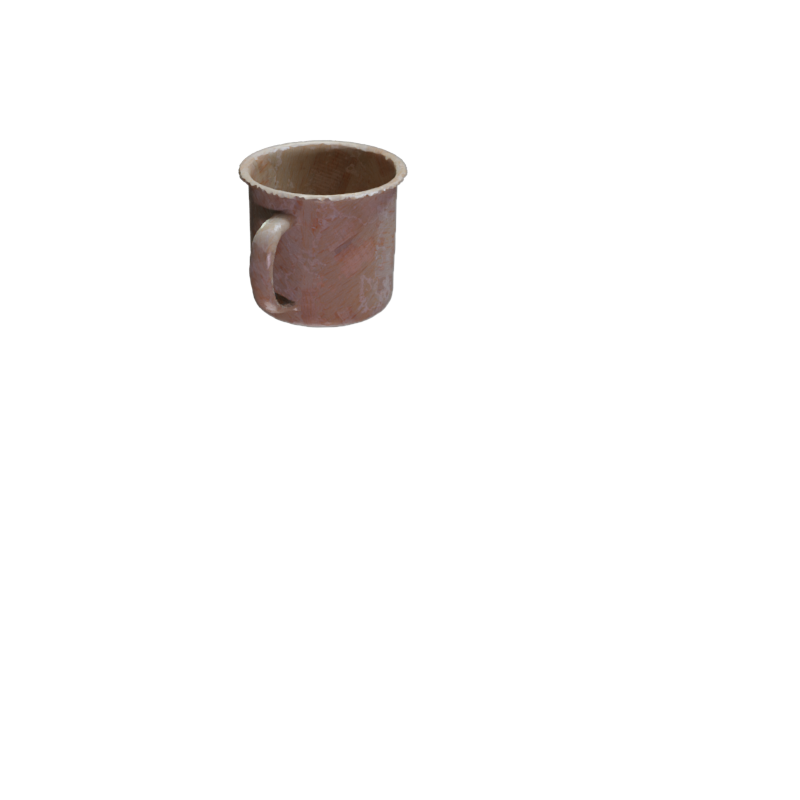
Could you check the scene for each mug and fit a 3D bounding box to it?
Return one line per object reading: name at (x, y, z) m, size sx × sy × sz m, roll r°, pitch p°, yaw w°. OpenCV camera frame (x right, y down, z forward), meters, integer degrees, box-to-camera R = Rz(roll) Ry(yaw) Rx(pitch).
mug at (-0.048, -0.088, 0.615) m, size 0.097 × 0.077 × 0.120 m, roll 12°, pitch 31°, yaw 20°
